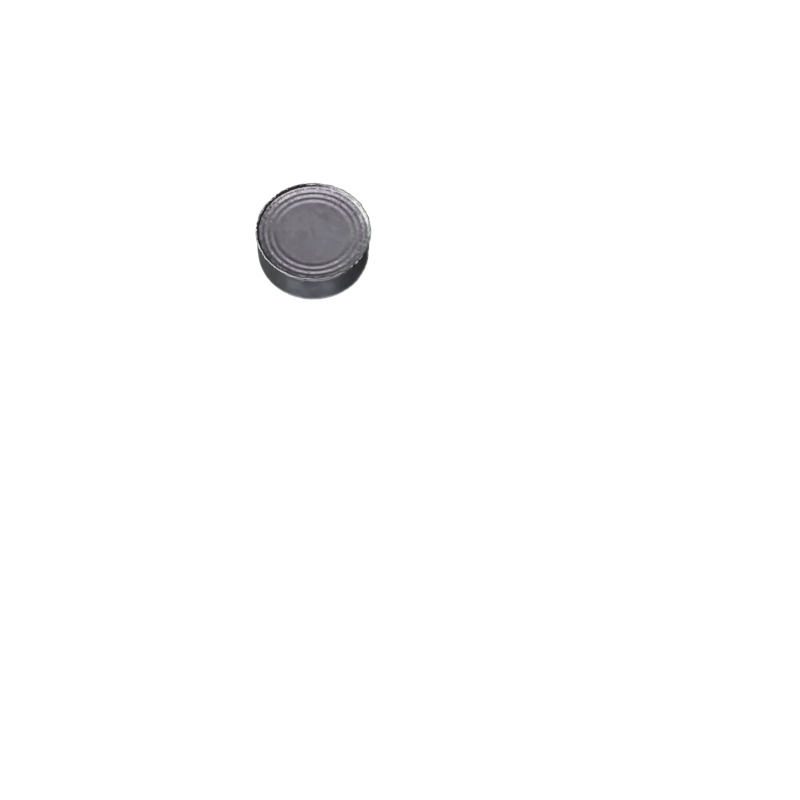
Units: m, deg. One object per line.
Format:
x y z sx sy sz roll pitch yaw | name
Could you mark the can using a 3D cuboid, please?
-0.065 -0.119 0.833 0.086 0.091 0.031 -1 -30 -1 | can
